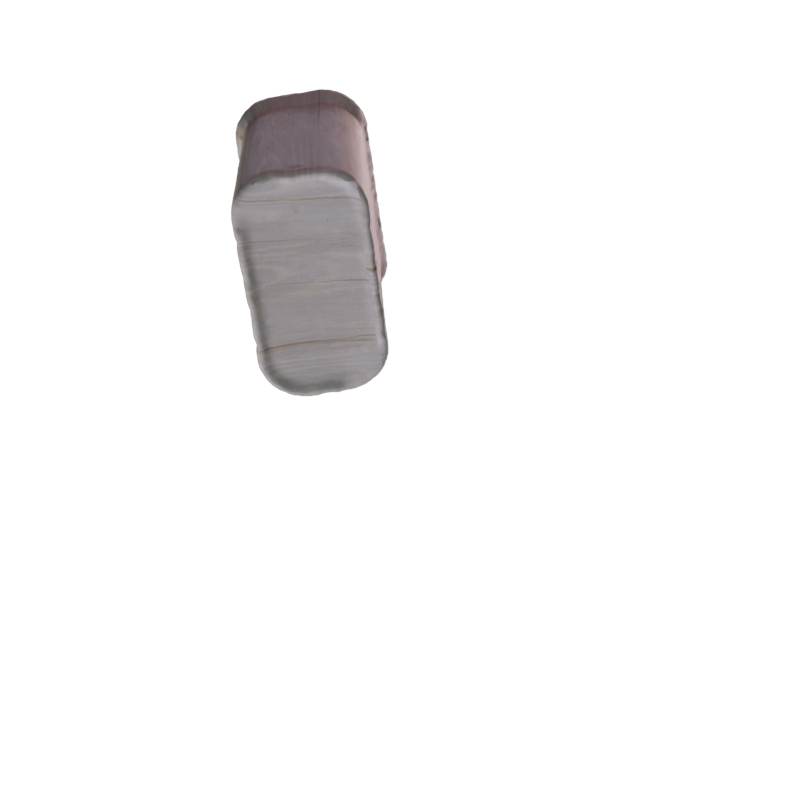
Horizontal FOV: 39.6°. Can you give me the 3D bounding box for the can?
[{"bbox_3d":[-0.036,-0.065,0.455,0.058,0.096,0.089,-8,29,1],"label":"can"}]
